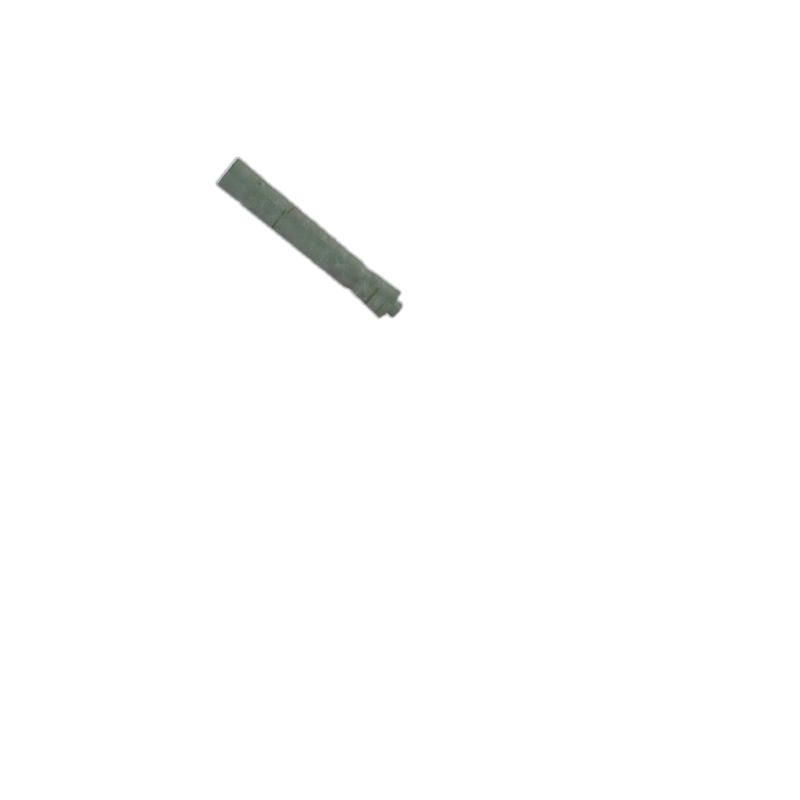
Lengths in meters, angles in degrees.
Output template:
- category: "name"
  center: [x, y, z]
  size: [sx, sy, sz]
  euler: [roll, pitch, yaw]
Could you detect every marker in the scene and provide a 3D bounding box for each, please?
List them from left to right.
- category: "marker"
  center: [-0.047, -0.086, 0.602]
  size: [0.119, 0.020, 0.020]
  euler: [39, -3, -6]
